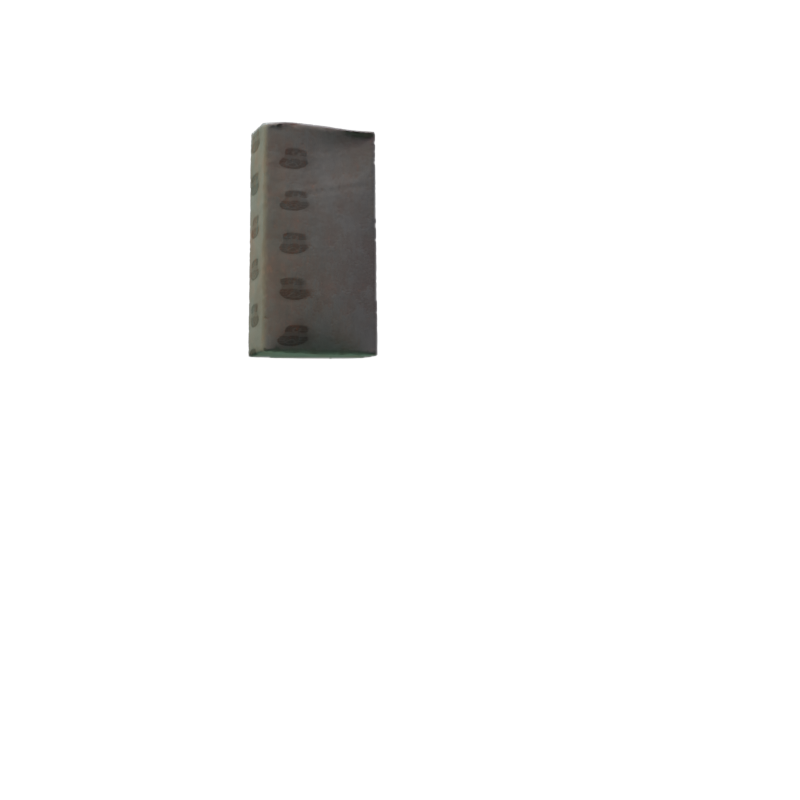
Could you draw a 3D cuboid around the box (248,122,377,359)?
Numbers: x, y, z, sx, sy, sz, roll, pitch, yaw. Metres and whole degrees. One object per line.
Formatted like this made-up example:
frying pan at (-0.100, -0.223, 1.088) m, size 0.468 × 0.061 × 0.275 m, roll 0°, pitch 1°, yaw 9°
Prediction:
box at (-0.066, -0.121, 0.845) m, size 0.091 × 0.180 × 0.048 m, roll 2°, pitch -9°, yaw -20°
